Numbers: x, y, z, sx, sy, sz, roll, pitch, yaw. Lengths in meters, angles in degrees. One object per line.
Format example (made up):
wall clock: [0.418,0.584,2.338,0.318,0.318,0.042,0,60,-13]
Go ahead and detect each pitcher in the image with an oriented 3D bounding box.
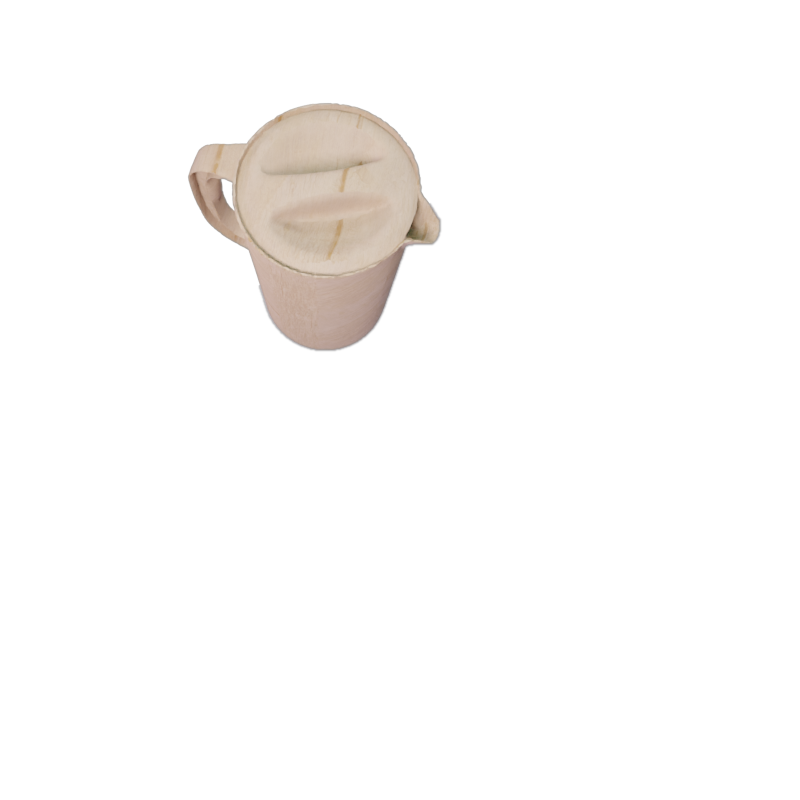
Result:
pitcher: [-0.069,-0.125,0.877,0.145,0.156,0.233,-26,-13,-10]
